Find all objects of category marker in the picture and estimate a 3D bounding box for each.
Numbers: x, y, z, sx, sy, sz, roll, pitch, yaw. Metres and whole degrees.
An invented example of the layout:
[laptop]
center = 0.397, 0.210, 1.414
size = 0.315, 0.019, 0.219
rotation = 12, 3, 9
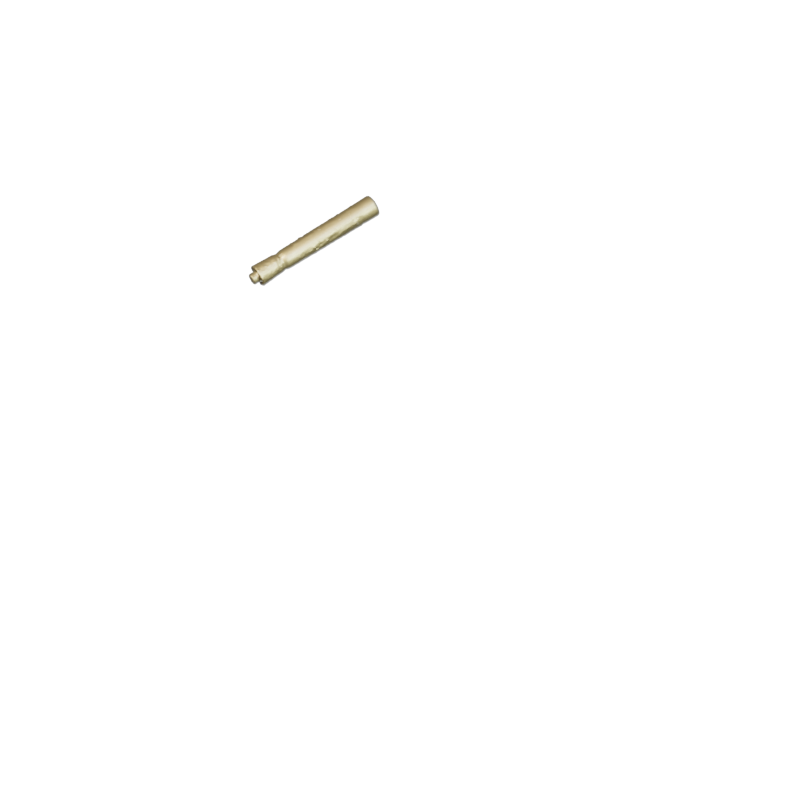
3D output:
[marker]
center = -0.071, -0.129, 0.906
size = 0.121, 0.019, 0.020
rotation = -34, 14, -15
